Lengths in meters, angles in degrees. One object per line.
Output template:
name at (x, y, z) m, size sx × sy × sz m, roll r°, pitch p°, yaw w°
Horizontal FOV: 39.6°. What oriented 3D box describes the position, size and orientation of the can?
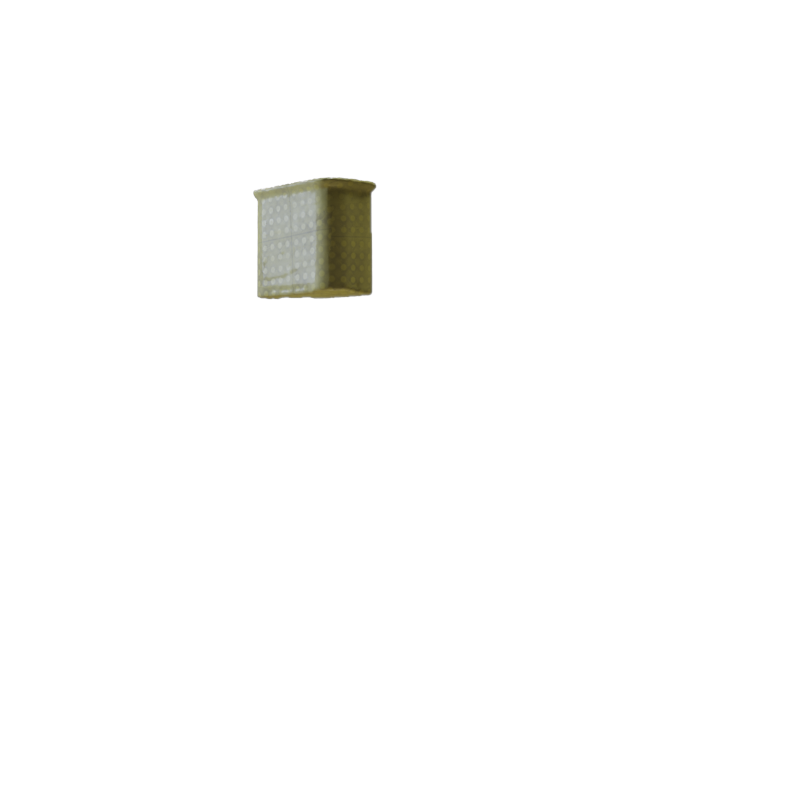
can at (-0.066, -0.120, 0.843) m, size 0.055 × 0.085 × 0.105 m, roll 3°, pitch -4°, yaw -43°
